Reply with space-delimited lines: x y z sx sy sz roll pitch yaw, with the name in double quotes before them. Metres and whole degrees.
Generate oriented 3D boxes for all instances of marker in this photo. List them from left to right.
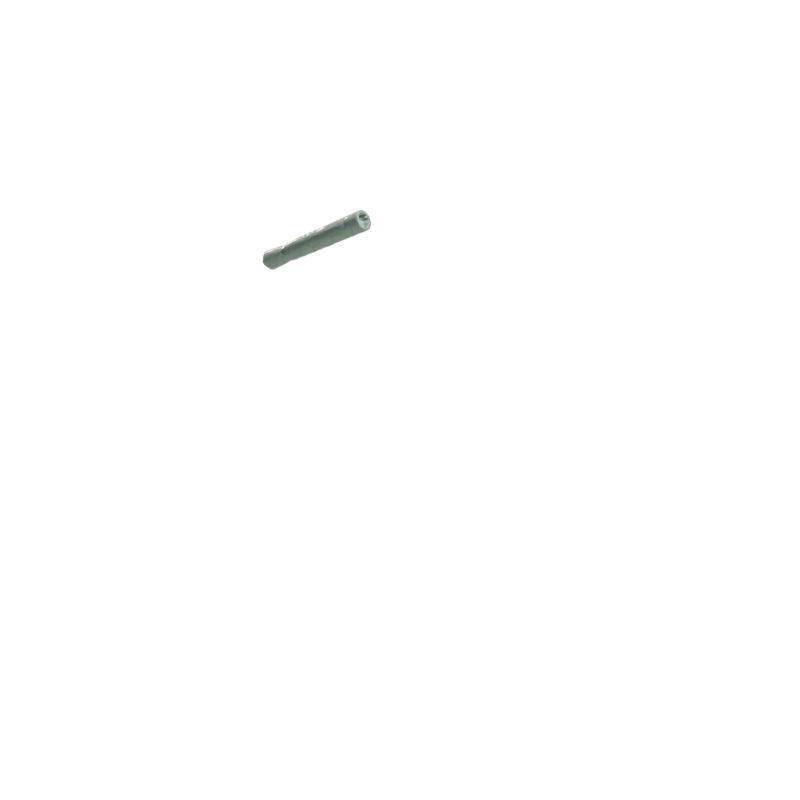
"marker" -0.077 -0.141 0.986 0.122 0.020 0.019 -16 -7 38
